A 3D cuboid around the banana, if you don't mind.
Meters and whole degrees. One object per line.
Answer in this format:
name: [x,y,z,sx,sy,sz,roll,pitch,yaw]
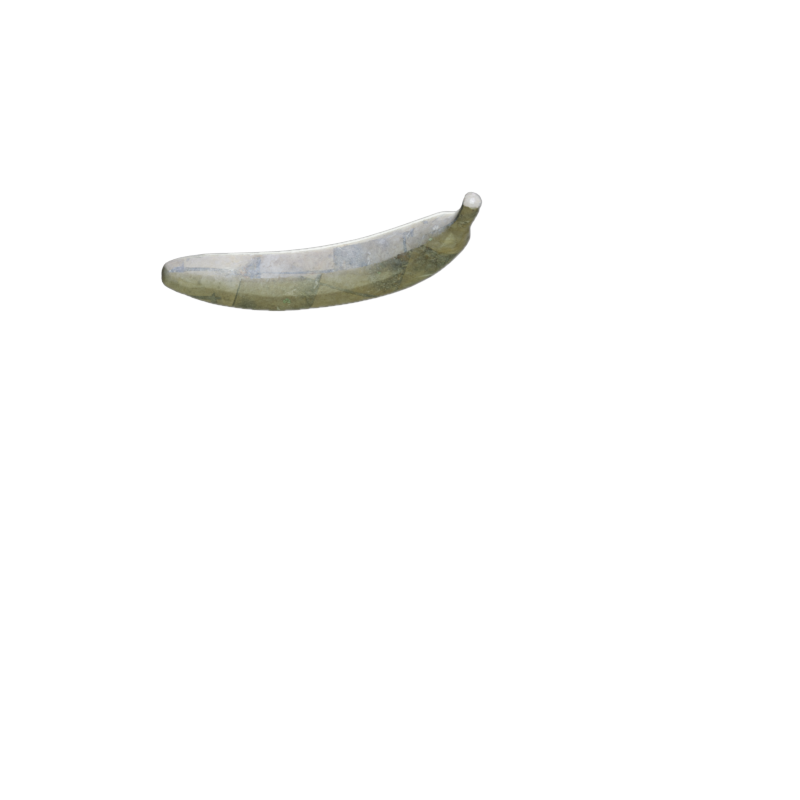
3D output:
banana: [-0.042,-0.084,0.662,0.200,0.039,0.064,-12,-40,15]
